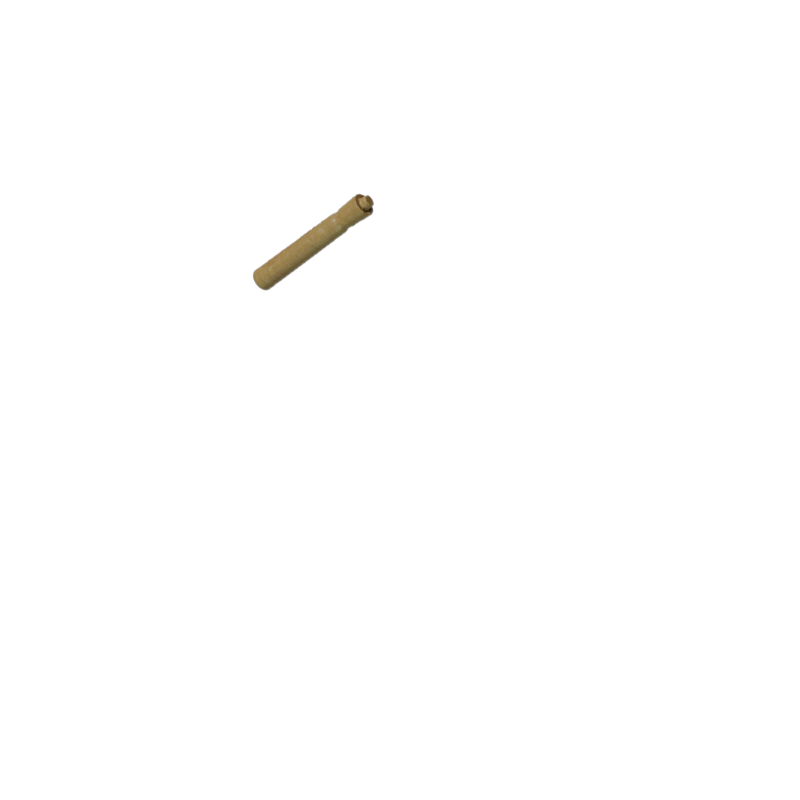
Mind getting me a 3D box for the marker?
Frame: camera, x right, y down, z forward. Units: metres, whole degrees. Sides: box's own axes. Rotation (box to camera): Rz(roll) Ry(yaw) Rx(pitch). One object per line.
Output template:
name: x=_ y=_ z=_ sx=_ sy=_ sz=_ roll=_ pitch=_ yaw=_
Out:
marker: x=-0.065 y=-0.119 z=0.832 sx=0.120 sy=0.021 sz=0.019 roll=-31 pitch=-15 yaw=34
